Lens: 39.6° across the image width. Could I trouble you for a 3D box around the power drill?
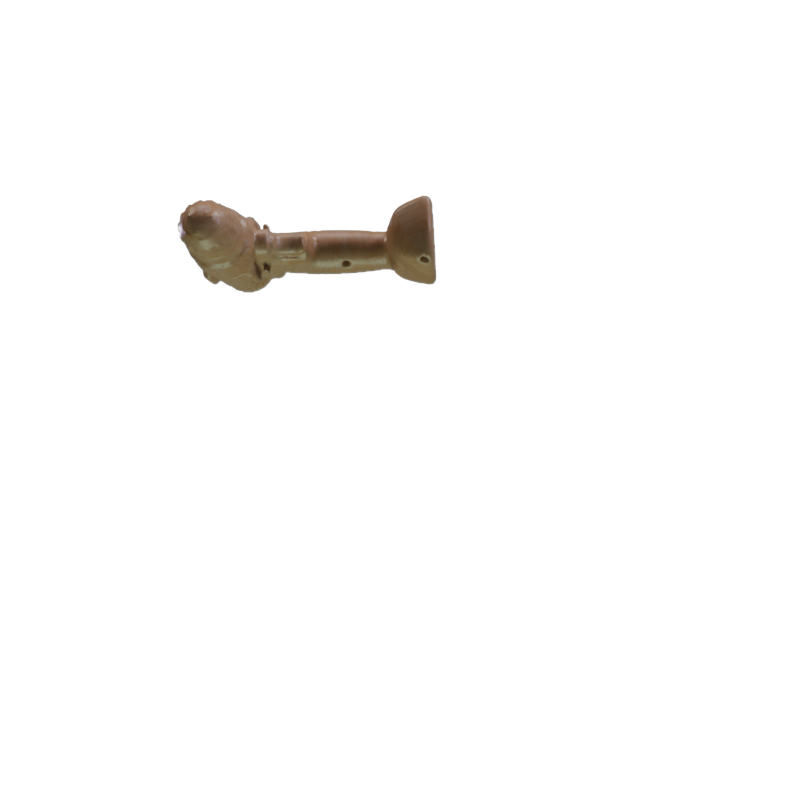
[{"bbox_3d":[-0.067,-0.122,0.858,0.189,0.058,0.180,0,-3,6],"label":"power drill"}]
